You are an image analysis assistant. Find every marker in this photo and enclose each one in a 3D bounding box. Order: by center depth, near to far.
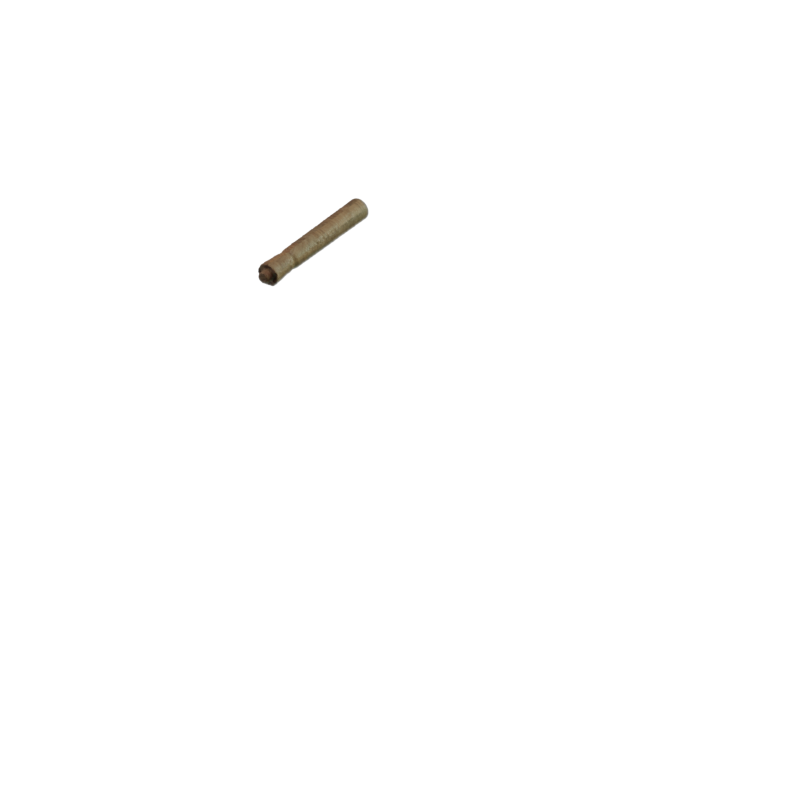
[{"bbox_3d":[-0.067,-0.122,0.855,0.021,0.019,0.123,3,34,40],"label":"marker"}]
